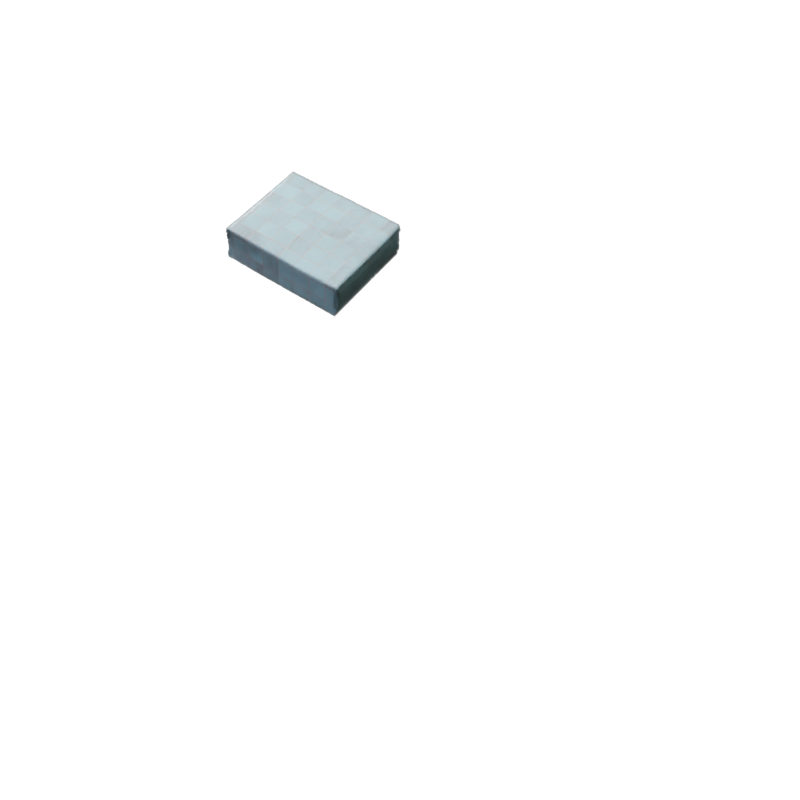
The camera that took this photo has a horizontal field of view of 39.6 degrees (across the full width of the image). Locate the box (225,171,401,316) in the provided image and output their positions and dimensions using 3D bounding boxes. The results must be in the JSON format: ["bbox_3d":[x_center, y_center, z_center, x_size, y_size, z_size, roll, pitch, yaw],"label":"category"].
[{"bbox_3d":[-0.070,-0.129,0.900,0.119,0.036,0.092,27,52,23],"label":"box"}]
